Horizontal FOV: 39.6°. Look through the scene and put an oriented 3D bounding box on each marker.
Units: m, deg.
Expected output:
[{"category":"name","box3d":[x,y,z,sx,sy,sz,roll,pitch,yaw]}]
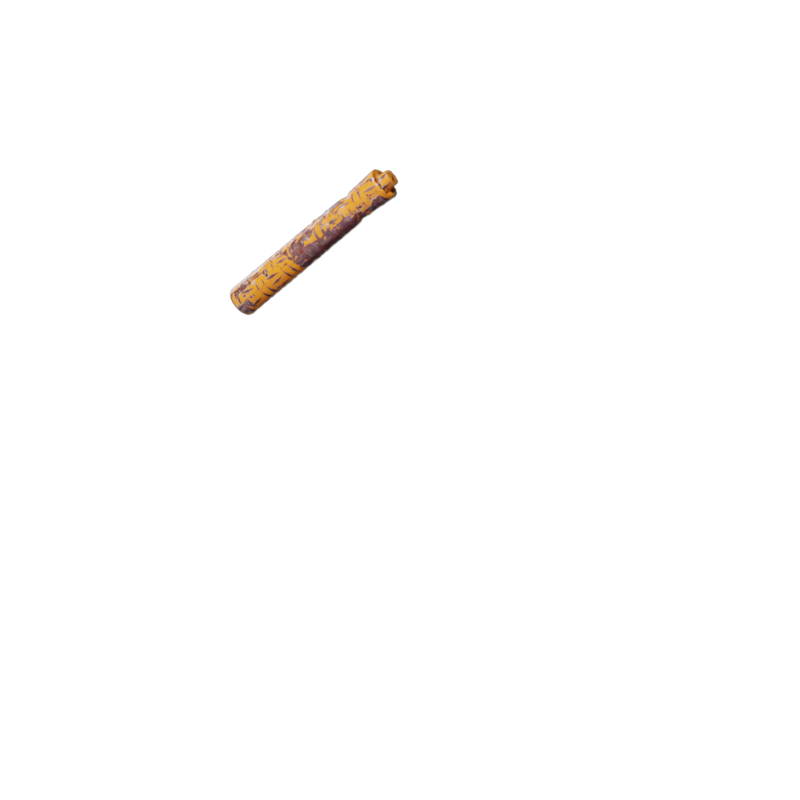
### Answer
[{"category":"marker","box3d":[-0.047,-0.087,0.607,0.120,0.021,0.019,-35,-15,28]}]
